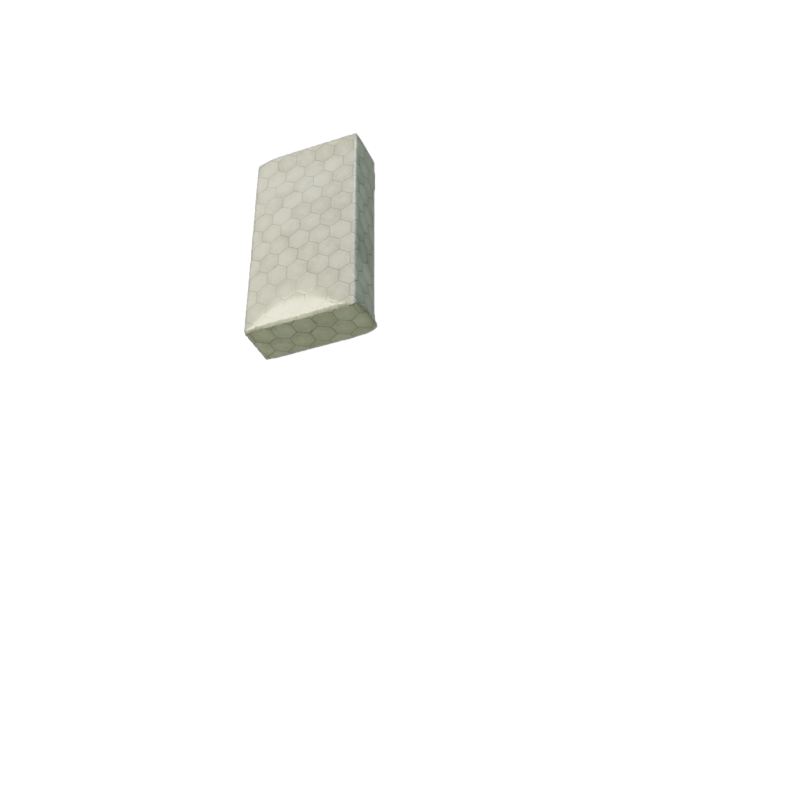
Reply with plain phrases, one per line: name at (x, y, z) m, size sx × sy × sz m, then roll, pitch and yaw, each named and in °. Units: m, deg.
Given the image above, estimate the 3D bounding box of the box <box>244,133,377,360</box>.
box at (-0.068, -0.123, 0.862) m, size 0.094 × 0.189 × 0.044 m, roll -16°, pitch -38°, yaw 17°
